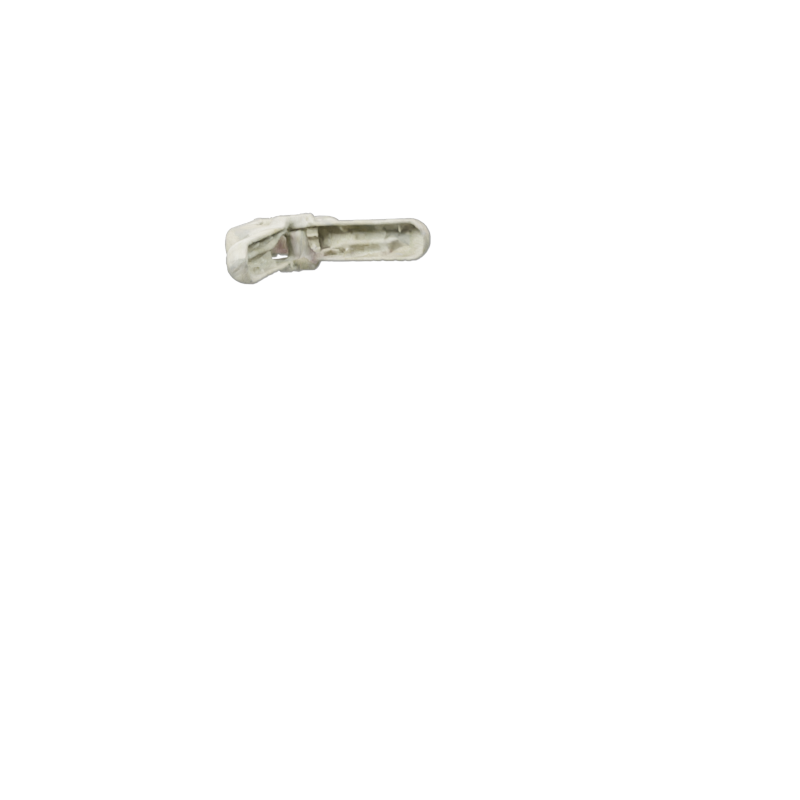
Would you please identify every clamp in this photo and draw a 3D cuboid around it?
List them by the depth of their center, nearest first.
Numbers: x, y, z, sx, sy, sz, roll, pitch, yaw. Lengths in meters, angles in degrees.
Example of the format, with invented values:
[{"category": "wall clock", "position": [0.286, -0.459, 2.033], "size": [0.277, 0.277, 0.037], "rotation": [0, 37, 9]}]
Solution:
[{"category": "clamp", "position": [-0.054, -0.099, 0.696], "size": [0.118, 0.038, 0.178], "rotation": [-3, 15, -11]}]
